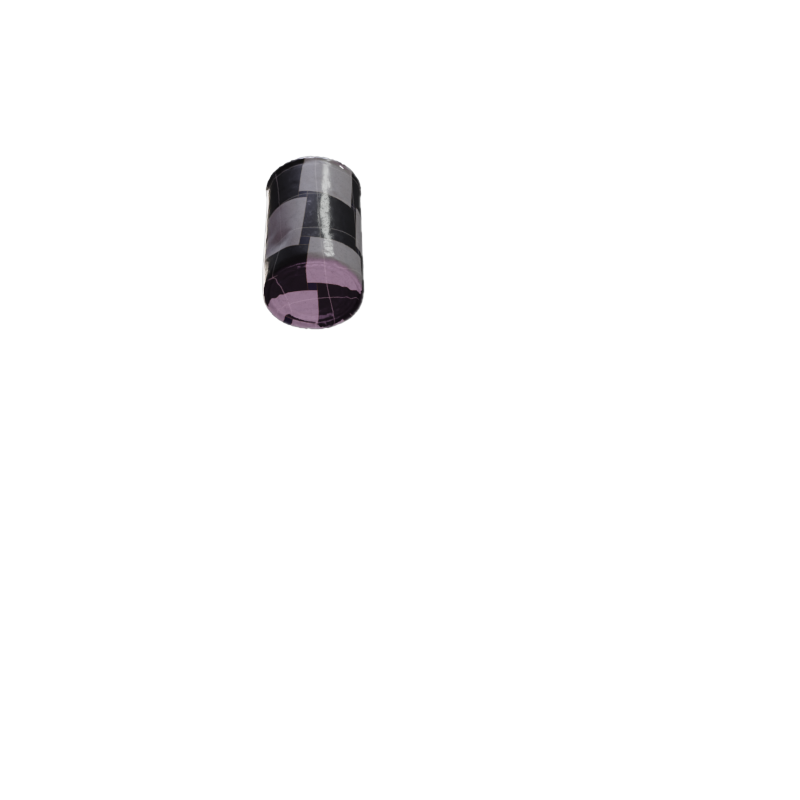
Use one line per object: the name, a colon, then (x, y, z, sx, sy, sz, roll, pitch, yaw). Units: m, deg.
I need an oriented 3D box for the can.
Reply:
can: (-0.059, -0.107, 0.752, 0.068, 0.110, 0.064, -1, -42, -3)
